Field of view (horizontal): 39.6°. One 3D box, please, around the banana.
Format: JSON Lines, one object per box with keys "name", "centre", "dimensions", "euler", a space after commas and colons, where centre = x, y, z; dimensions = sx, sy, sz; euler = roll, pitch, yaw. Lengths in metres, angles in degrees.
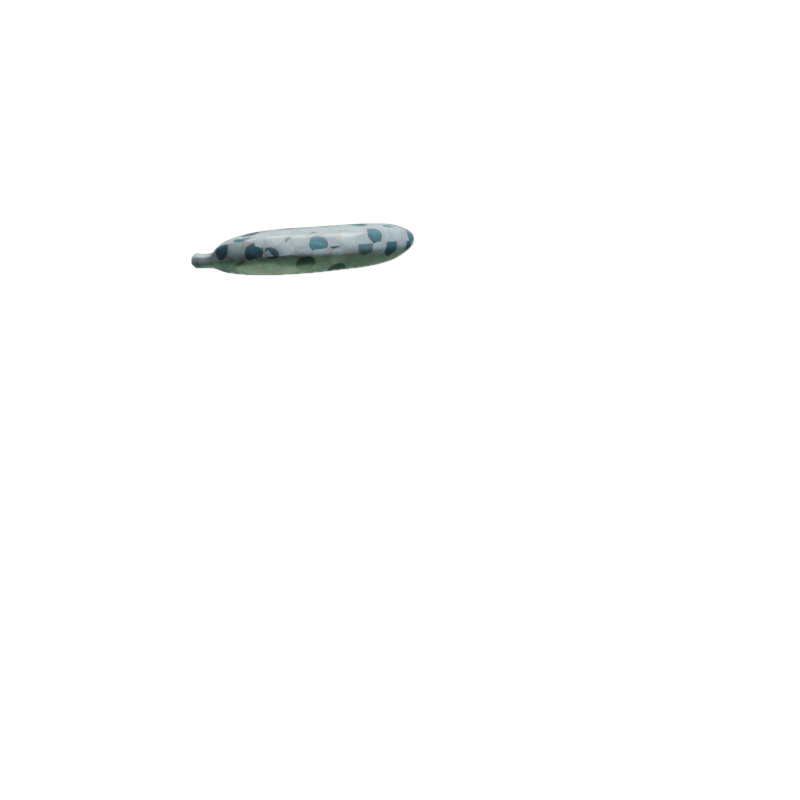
{"name": "banana", "centre": [-0.069, -0.127, 0.916], "dimensions": [0.194, 0.035, 0.073], "euler": [-7, 18, -19]}
